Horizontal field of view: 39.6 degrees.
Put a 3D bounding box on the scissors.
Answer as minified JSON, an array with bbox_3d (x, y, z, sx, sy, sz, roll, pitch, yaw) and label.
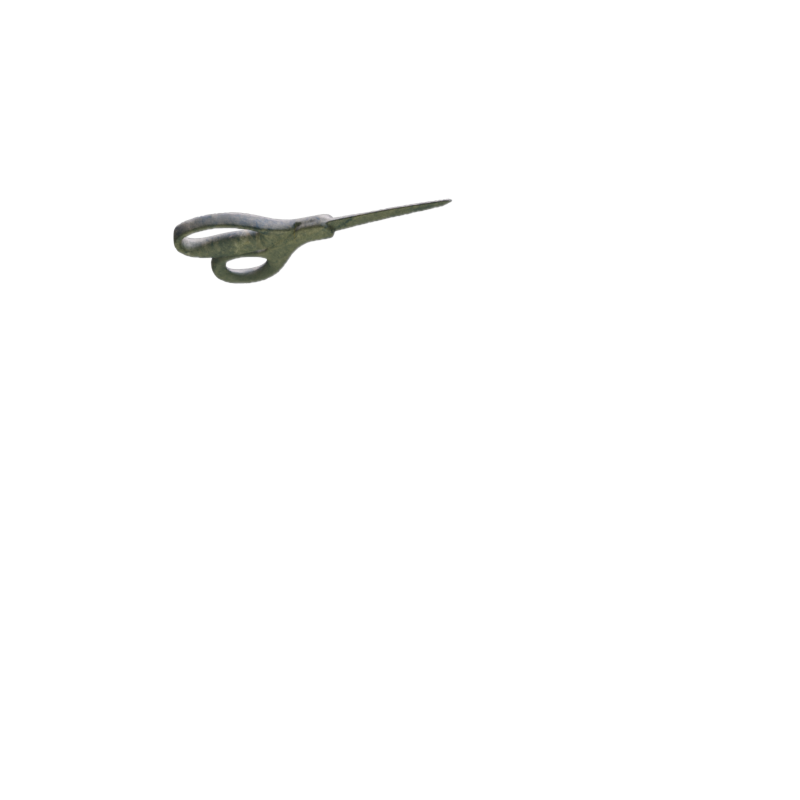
[{"bbox_3d":[-0.064,-0.116,0.811,0.203,0.017,0.090,-2,-24,5],"label":"scissors"}]
